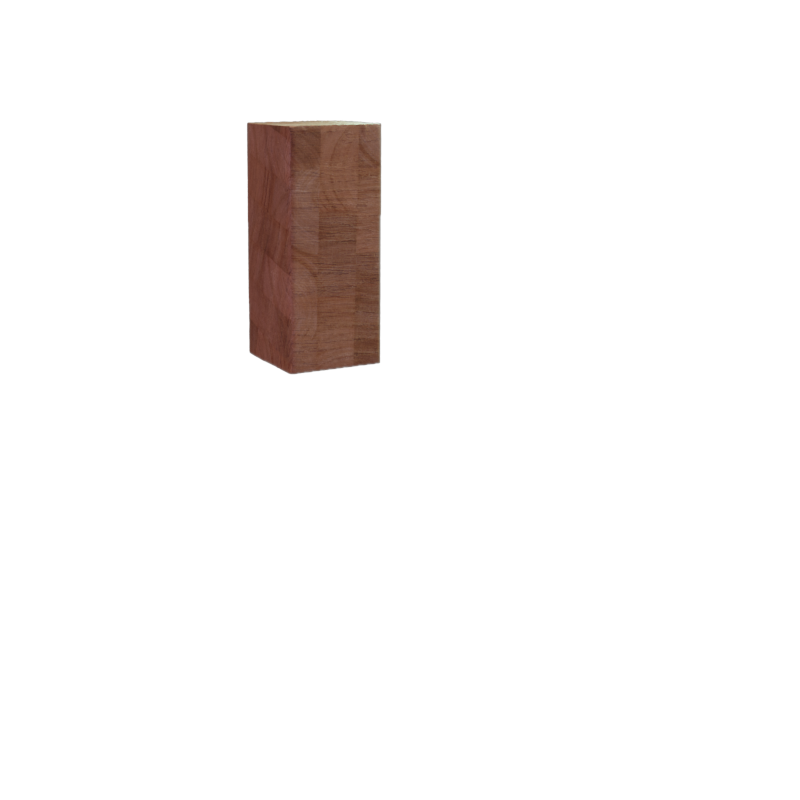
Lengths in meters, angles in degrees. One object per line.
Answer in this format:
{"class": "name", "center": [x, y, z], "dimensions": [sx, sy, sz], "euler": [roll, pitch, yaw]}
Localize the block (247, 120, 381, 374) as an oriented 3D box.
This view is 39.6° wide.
{"class": "block", "center": [-0.075, -0.137, 0.960], "dimensions": [0.088, 0.202, 0.095], "euler": [-5, 11, -28]}
